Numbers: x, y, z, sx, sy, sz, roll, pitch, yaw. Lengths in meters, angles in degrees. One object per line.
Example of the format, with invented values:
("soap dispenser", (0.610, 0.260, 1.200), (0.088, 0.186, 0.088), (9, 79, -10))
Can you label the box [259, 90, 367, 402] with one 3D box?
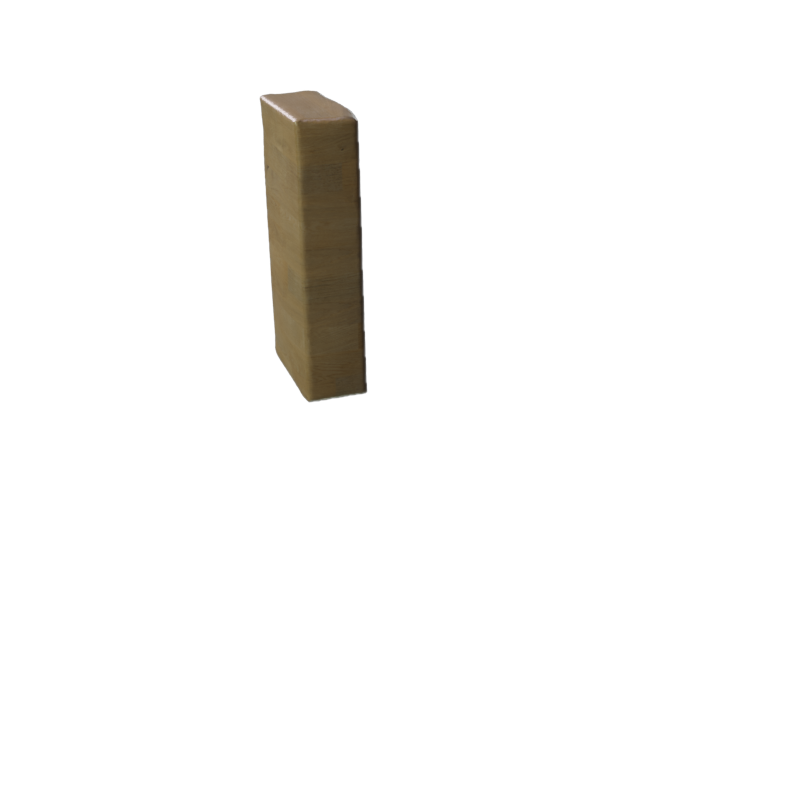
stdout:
("box", (-0.054, -0.099, 0.695), (0.047, 0.169, 0.099), (-5, 21, -18))
